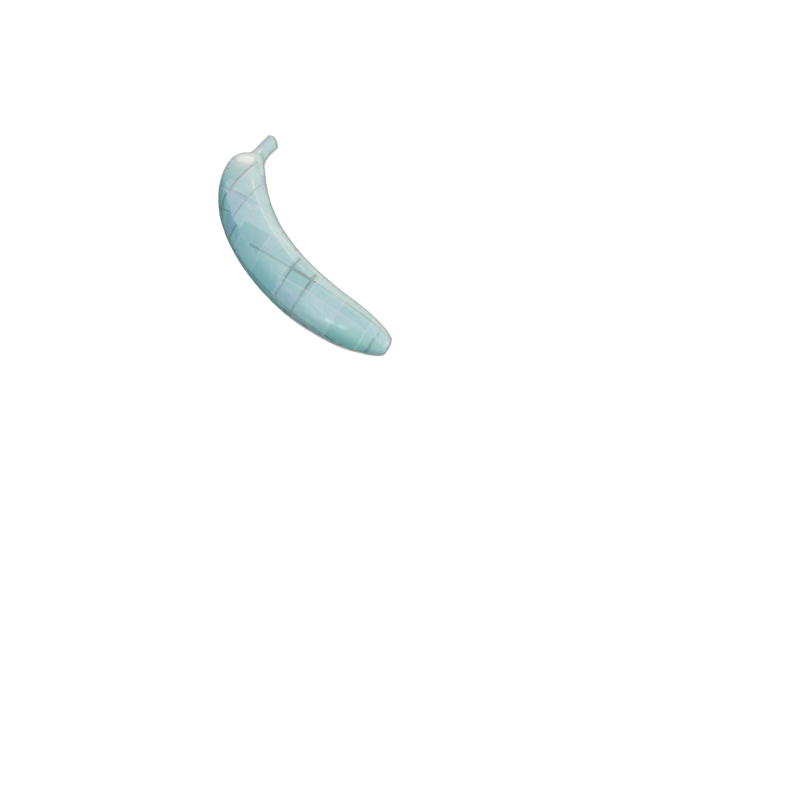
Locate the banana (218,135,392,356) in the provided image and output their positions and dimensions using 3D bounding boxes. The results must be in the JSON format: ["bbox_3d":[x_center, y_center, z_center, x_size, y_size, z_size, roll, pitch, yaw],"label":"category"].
[{"bbox_3d":[-0.078,-0.106,0.766,0.069,0.211,0.035,-23,-26,-12],"label":"banana"}]
